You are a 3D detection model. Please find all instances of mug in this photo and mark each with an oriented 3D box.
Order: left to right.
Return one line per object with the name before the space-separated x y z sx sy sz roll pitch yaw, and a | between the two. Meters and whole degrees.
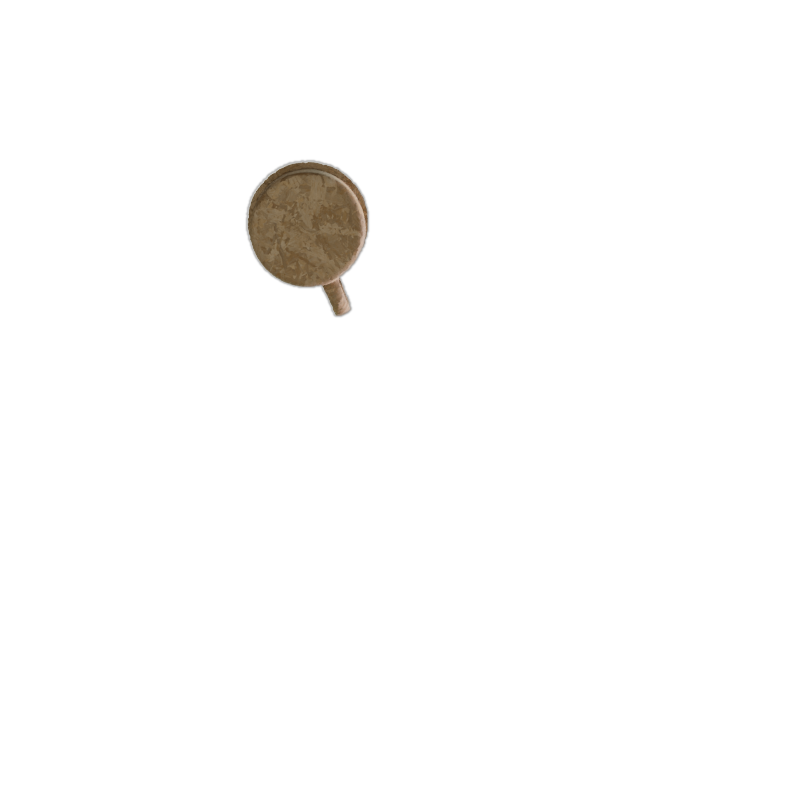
mug | -0.063 -0.115 0.808 0.093 0.115 0.083 -19 8 1
